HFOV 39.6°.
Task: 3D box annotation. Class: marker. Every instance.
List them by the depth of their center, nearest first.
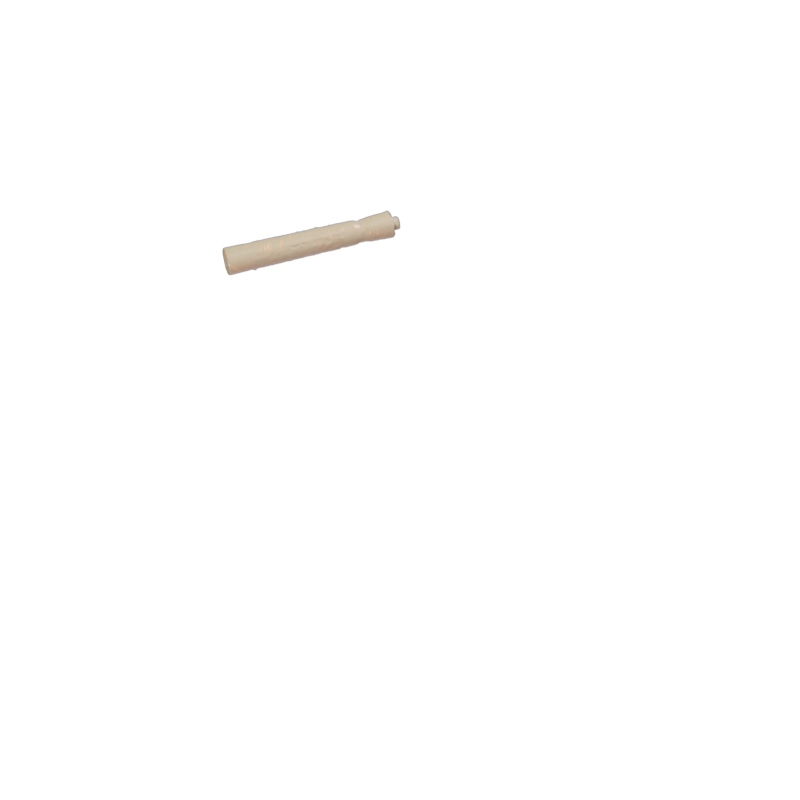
[{"bbox_3d":[-0.058,-0.106,0.740,0.120,0.019,0.020,-14,7,-11],"label":"marker"}]
